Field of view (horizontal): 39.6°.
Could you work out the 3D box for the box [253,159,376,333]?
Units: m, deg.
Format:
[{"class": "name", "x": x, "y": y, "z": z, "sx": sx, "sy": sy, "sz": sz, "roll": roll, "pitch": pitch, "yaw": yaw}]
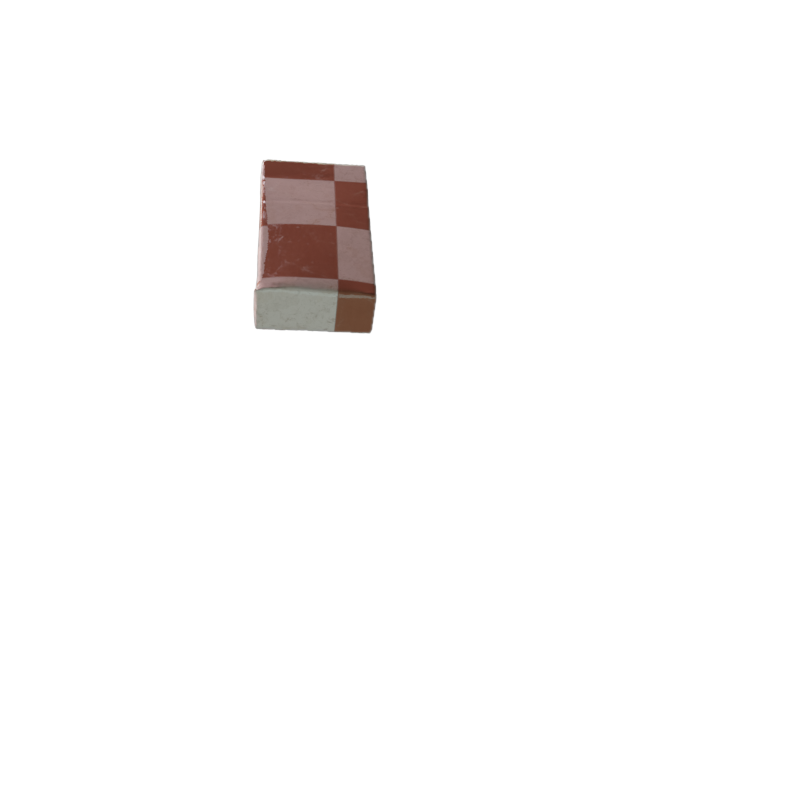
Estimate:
[{"class": "box", "x": -0.071, "y": -0.129, "z": 0.905, "sx": 0.093, "sy": 0.045, "sz": 0.189, "roll": 2, "pitch": 40, "yaw": -5}]
